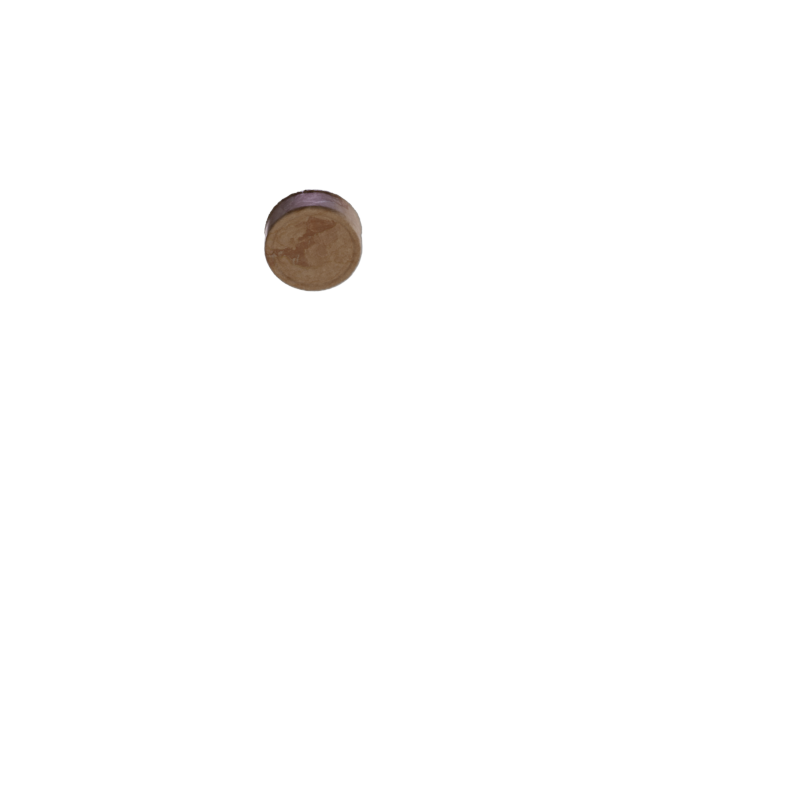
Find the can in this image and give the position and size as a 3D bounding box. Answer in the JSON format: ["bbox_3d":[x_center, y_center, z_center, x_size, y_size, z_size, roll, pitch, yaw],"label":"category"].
[{"bbox_3d":[-0.075,-0.137,0.959,0.086,0.081,0.036,1,33,-1],"label":"can"}]
